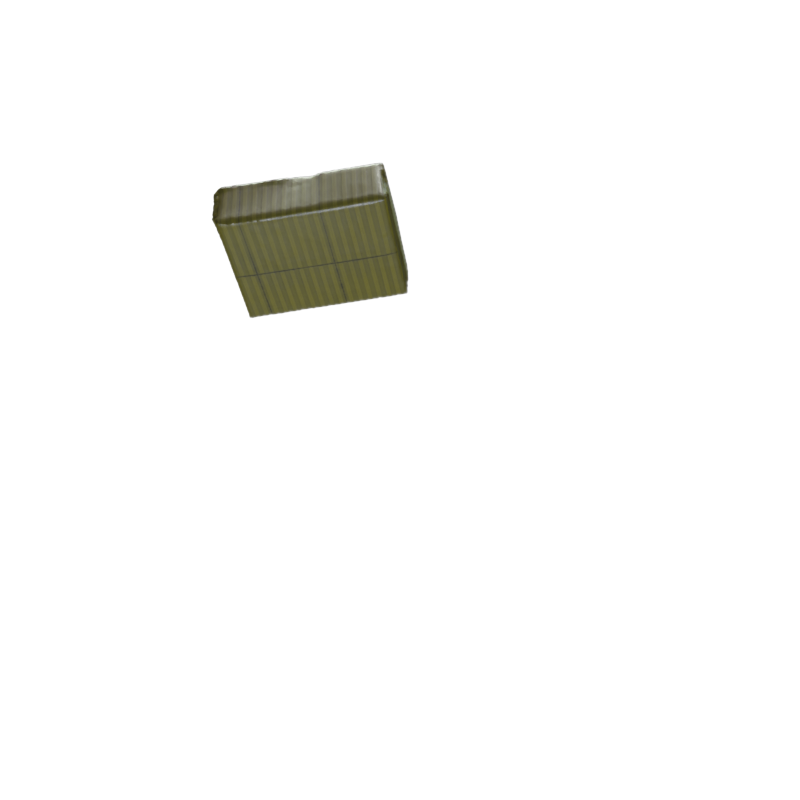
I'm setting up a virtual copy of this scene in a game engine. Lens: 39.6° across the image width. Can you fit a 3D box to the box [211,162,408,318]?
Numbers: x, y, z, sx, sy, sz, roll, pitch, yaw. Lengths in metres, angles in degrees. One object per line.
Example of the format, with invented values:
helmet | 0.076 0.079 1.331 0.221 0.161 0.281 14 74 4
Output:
box | -0.045 -0.082 0.575 0.090 0.032 0.067 -7 -40 8
